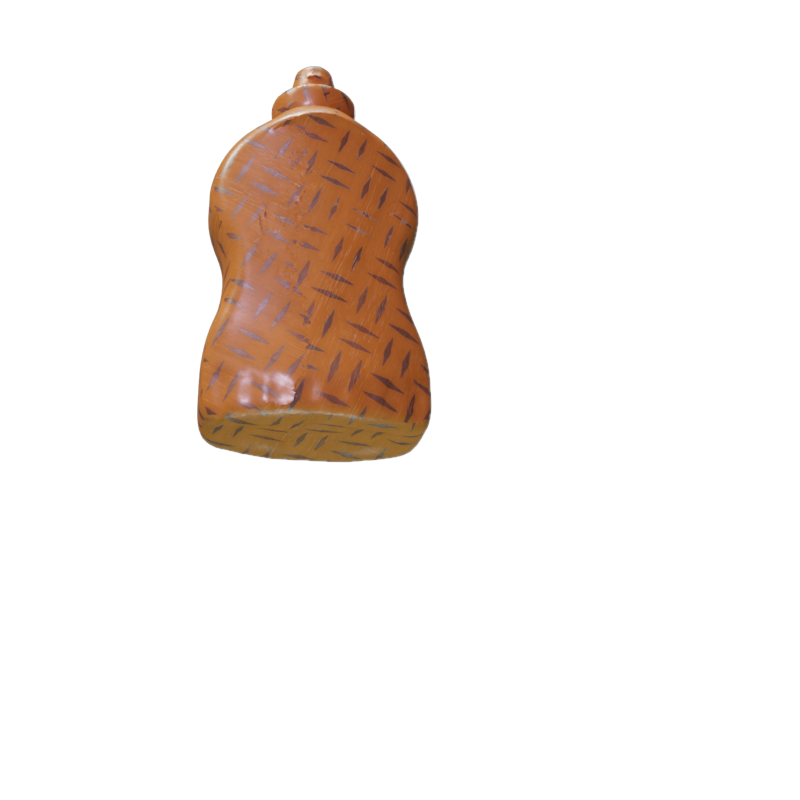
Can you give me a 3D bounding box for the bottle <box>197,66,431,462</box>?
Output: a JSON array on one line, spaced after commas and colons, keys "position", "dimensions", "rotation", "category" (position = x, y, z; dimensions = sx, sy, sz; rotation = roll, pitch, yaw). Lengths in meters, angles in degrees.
[{"position": [-0.039, -0.072, 0.502], "dimensions": [0.095, 0.204, 0.055], "rotation": [2, -30, -7], "category": "bottle"}]
